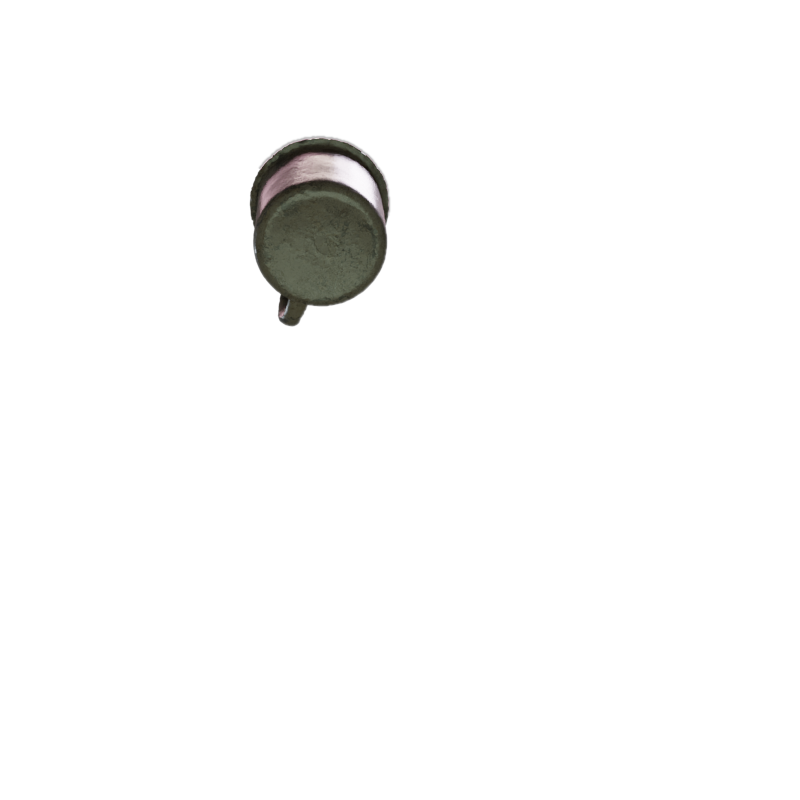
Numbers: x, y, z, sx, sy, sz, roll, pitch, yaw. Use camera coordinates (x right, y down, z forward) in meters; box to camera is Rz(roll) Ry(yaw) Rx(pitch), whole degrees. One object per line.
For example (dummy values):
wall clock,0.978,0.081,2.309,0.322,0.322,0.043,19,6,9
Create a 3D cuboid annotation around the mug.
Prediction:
mug,-0.055,-0.101,0.704,0.091,0.113,0.086,20,22,-11
